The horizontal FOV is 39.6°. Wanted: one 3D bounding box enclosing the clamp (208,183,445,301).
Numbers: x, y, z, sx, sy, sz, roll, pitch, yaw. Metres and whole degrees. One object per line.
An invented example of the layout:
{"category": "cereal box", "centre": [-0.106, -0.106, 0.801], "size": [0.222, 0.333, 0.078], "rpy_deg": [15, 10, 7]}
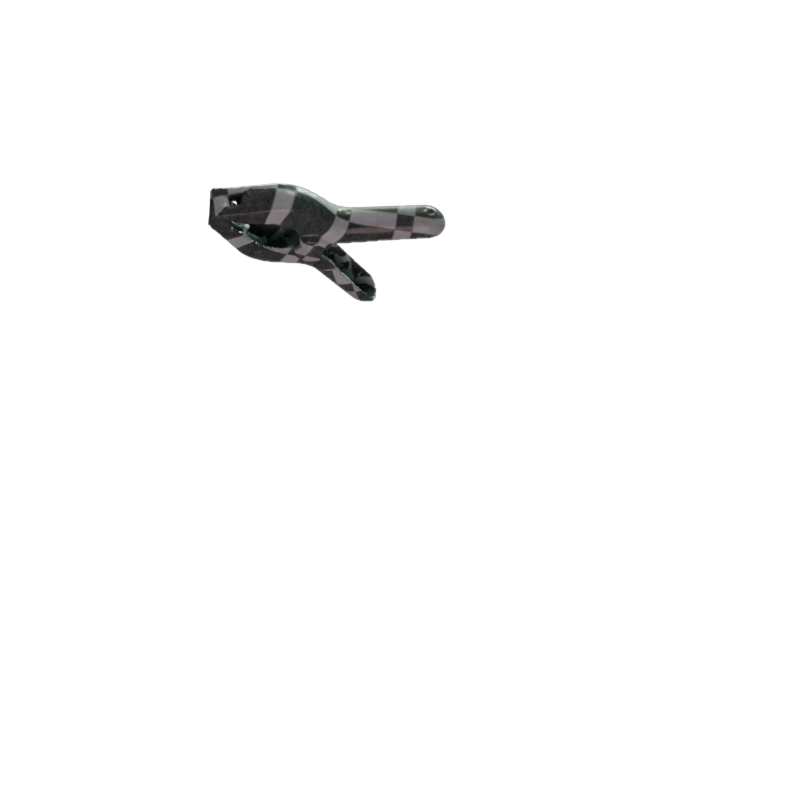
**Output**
{"category": "clamp", "centre": [-0.065, -0.119, 0.833], "size": [0.167, 0.042, 0.115], "rpy_deg": [11, -37, -15]}
